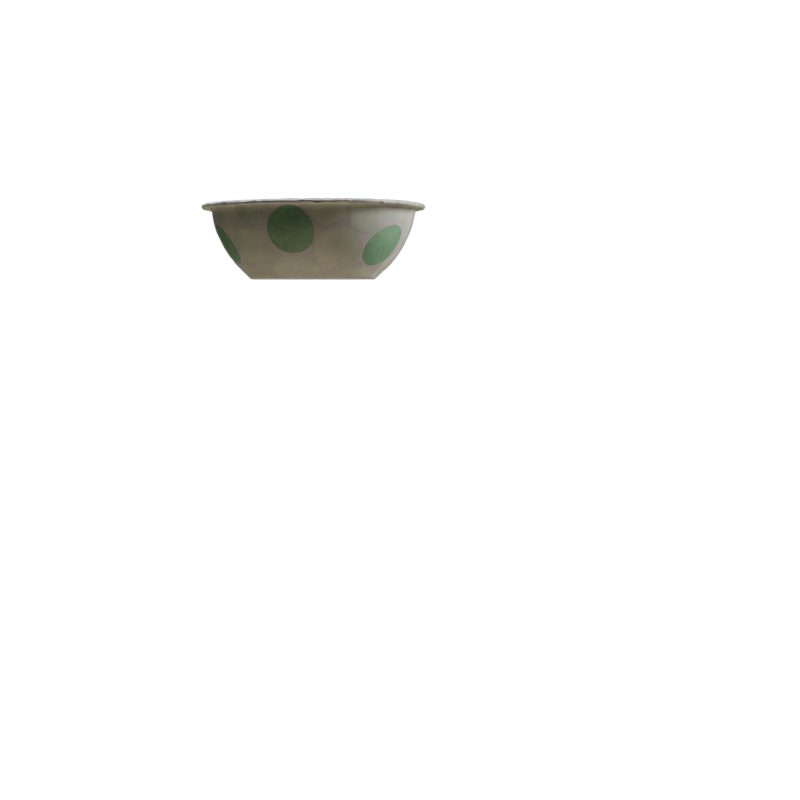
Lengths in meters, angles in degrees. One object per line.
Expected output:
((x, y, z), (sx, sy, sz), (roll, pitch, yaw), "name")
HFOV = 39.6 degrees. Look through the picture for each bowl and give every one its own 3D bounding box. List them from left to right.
((-0.063, -0.115, 0.803), (0.162, 0.055, 0.163), (0, 5, -2), "bowl")
